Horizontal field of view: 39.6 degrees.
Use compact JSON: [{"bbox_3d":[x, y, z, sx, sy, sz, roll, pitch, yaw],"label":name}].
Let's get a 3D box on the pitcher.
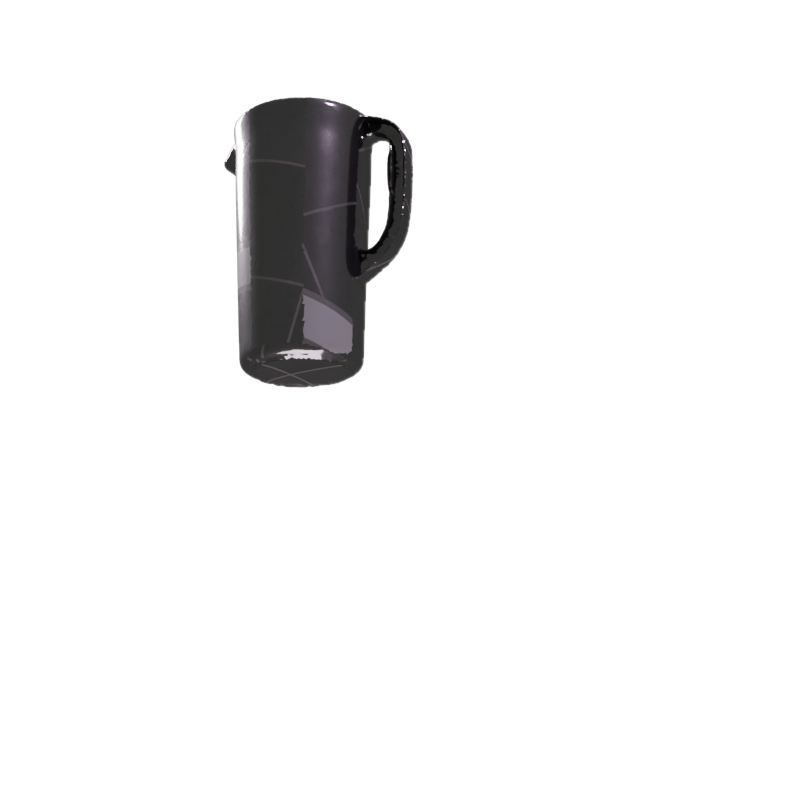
[{"bbox_3d":[-0.078,-0.142,0.996,0.140,0.255,0.146,7,-22,-21],"label":"pitcher"}]
